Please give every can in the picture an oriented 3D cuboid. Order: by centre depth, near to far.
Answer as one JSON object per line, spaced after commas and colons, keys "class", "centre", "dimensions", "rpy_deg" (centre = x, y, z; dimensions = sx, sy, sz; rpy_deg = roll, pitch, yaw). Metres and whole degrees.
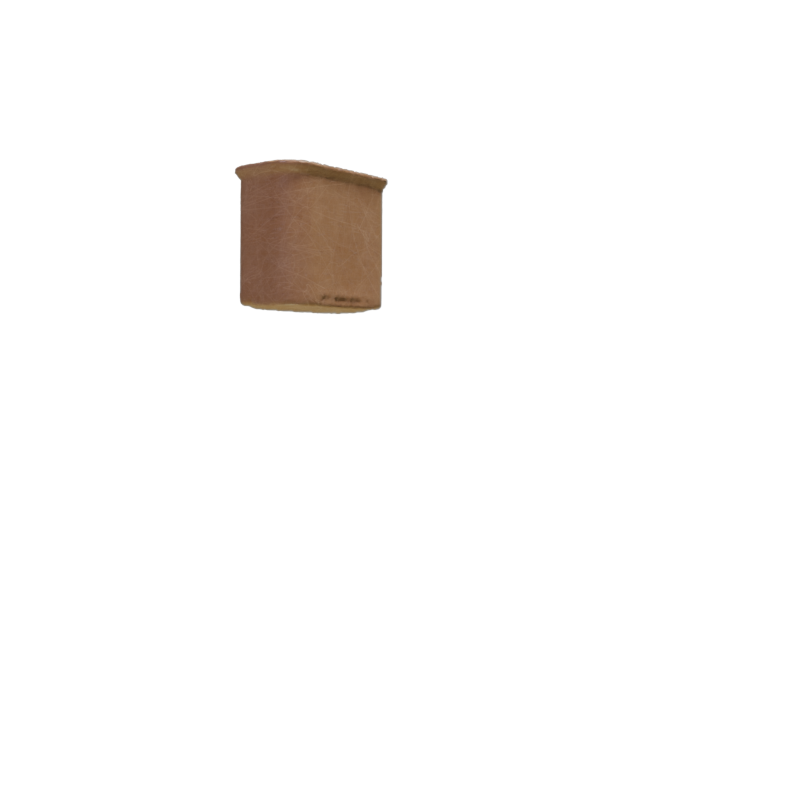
{"class": "can", "centre": [-0.053, -0.097, 0.677], "dimensions": [0.059, 0.085, 0.098], "rpy_deg": [-3, -3, 37]}
